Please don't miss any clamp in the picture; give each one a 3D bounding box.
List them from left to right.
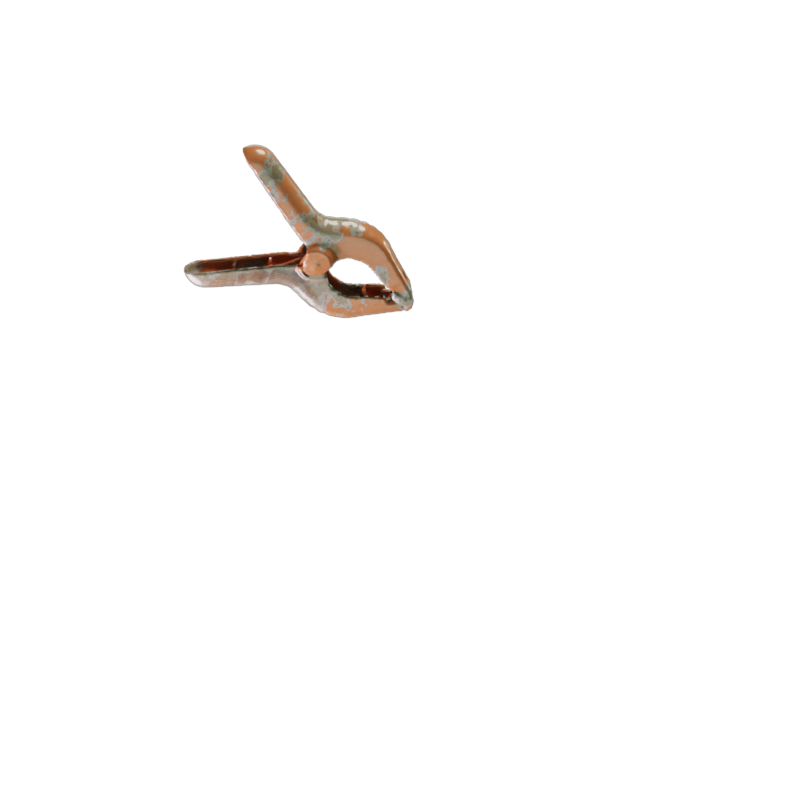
[{"bbox_3d":[-0.064,-0.117,0.820,0.168,0.115,0.042,15,34,-10],"label":"clamp"}]
